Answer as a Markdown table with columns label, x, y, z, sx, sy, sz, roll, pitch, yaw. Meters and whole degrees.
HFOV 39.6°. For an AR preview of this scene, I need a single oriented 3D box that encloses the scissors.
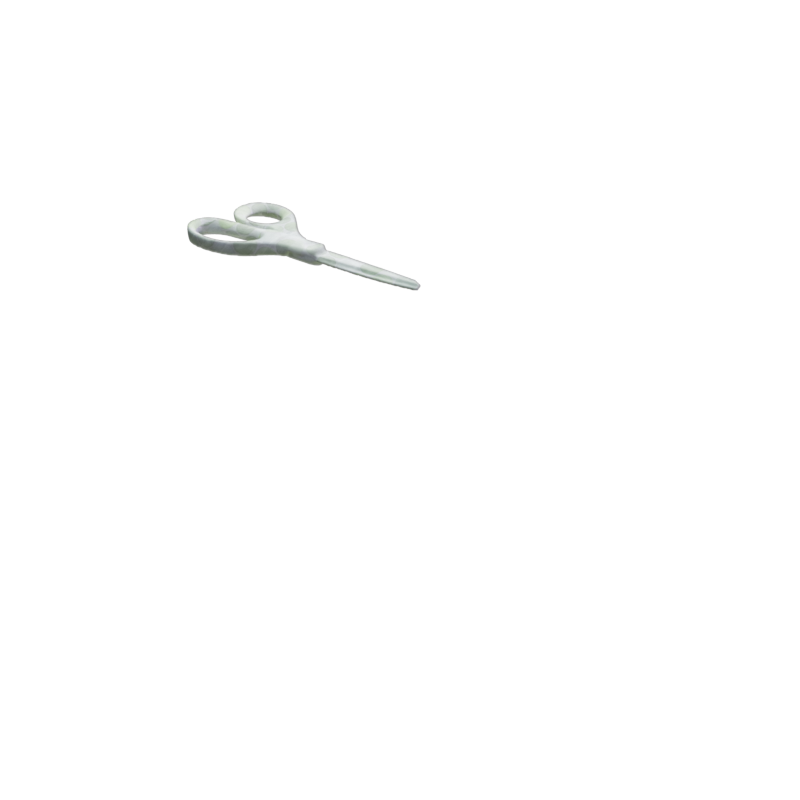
| label | x | y | z | sx | sy | sz | roll | pitch | yaw |
| --- | --- | --- | --- | --- | --- | --- | --- | --- | --- |
| scissors | -0.067 | -0.123 | 0.861 | 0.208 | 0.015 | 0.099 | 12 | 33 | 19 |
